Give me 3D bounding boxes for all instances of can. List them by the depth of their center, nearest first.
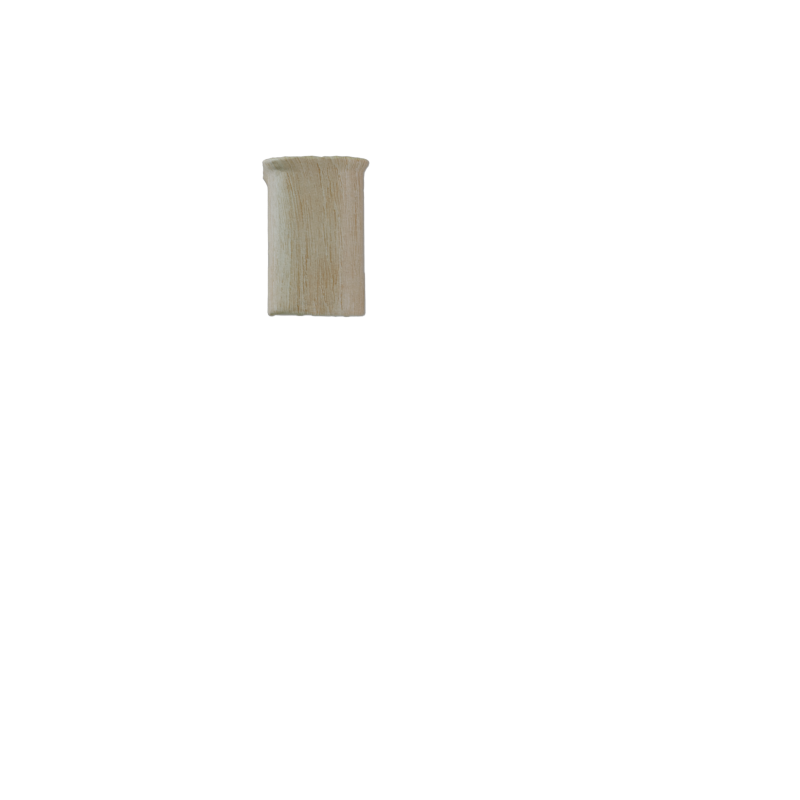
[{"bbox_3d":[-0.049,-0.089,0.621,0.057,0.084,0.102,0,1,-6],"label":"can"}]
